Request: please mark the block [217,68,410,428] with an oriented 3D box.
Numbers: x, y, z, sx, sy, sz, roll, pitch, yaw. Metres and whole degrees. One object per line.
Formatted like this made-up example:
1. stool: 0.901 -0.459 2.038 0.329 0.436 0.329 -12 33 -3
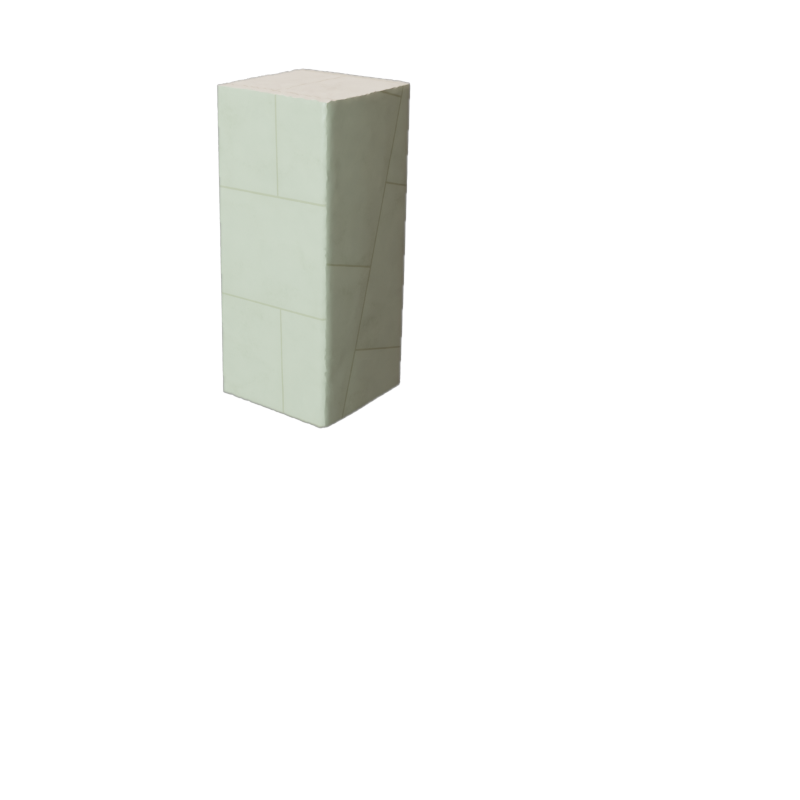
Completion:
1. block: -0.055 -0.102 0.716 0.095 0.198 0.089 15 23 34
